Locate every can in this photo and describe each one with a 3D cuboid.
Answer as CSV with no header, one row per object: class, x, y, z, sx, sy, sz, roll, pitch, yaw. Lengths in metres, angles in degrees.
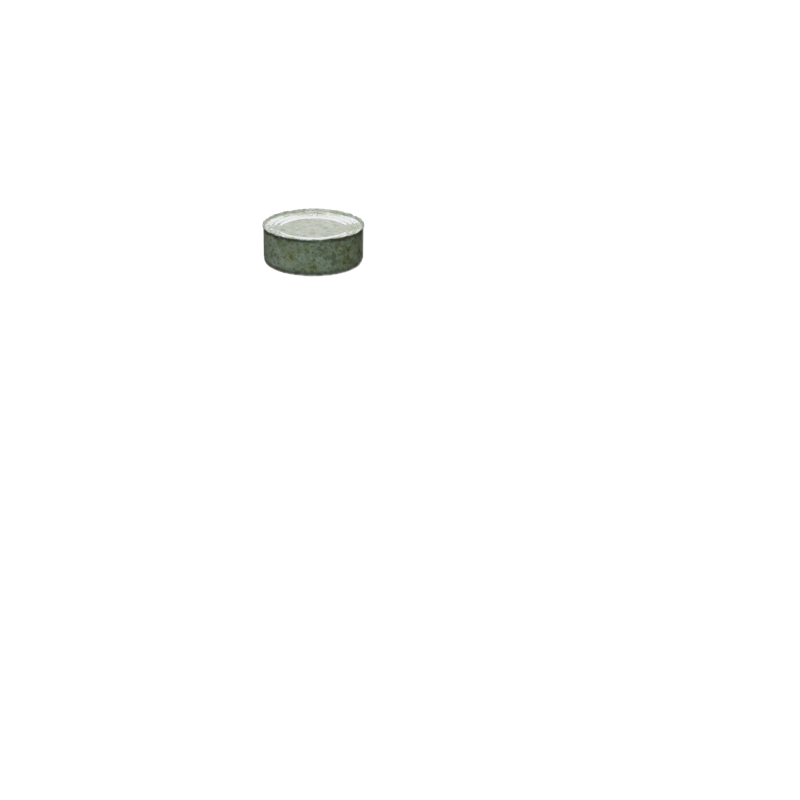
can,-0.073,-0.134,0.937,0.086,0.032,0.090,-1,25,-2
